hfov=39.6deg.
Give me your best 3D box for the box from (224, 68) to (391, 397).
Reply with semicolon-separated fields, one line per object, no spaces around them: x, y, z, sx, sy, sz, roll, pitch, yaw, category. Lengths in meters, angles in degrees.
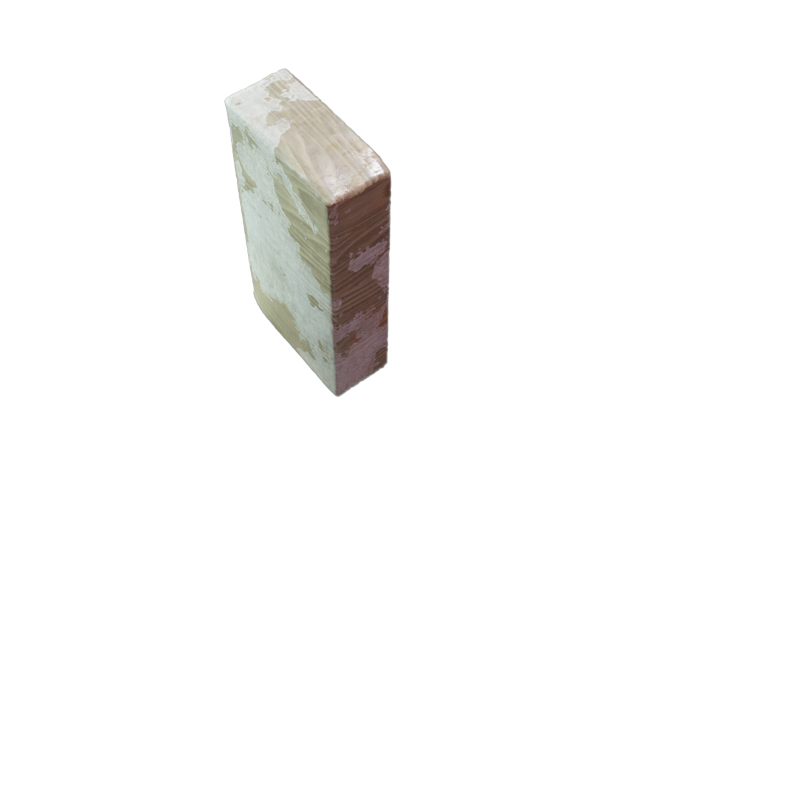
-0.047;-0.087;0.609;0.048;0.100;0.165;-30;-27;-22;box
